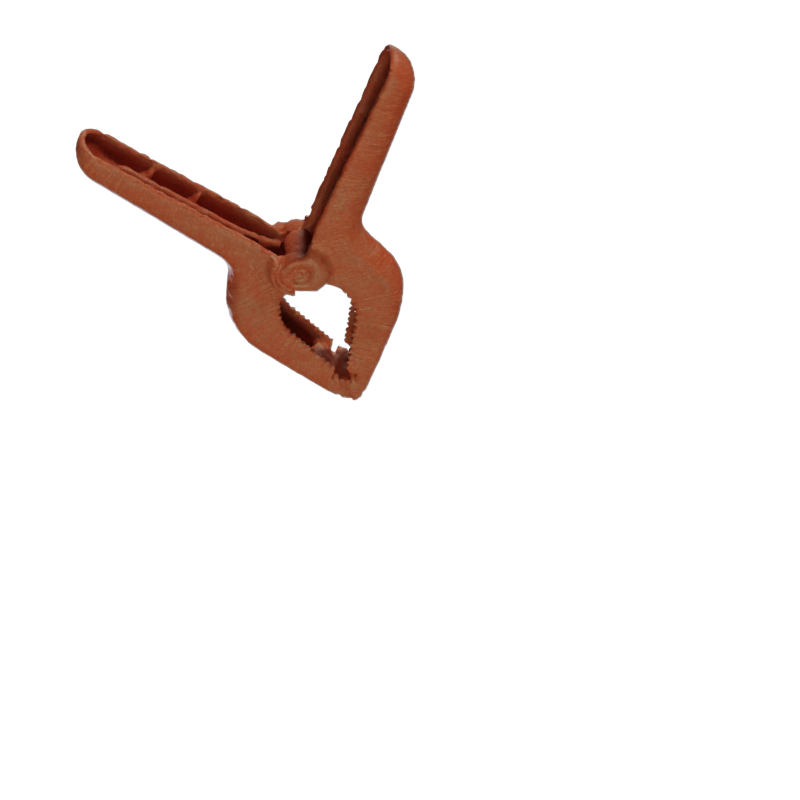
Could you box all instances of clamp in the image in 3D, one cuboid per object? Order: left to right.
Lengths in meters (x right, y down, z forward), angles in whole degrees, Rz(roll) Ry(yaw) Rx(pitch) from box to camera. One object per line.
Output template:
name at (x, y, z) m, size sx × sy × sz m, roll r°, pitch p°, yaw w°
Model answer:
clamp at (-0.044, -0.081, 0.567) m, size 0.166 × 0.039 × 0.194 m, roll -17°, pitch -49°, yaw 15°
